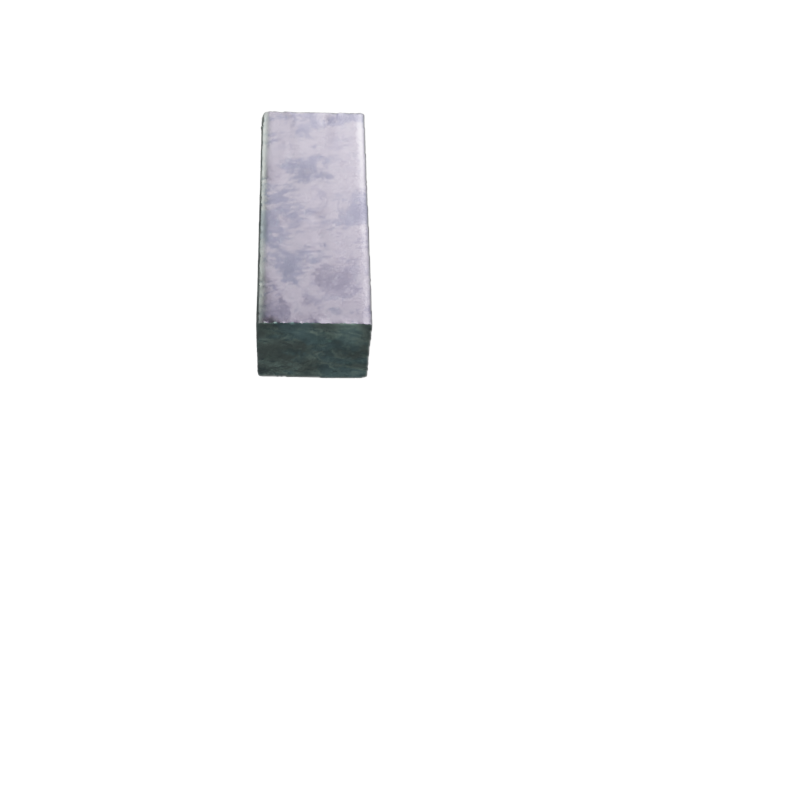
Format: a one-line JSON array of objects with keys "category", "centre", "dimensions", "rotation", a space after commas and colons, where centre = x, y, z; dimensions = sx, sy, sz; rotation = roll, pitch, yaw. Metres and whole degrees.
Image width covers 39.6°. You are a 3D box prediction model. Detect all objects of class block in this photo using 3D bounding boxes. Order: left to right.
[{"category": "block", "centre": [-0.072, -0.131, 0.916], "dimensions": [0.090, 0.220, 0.085], "rotation": [0, -31, -4]}]
